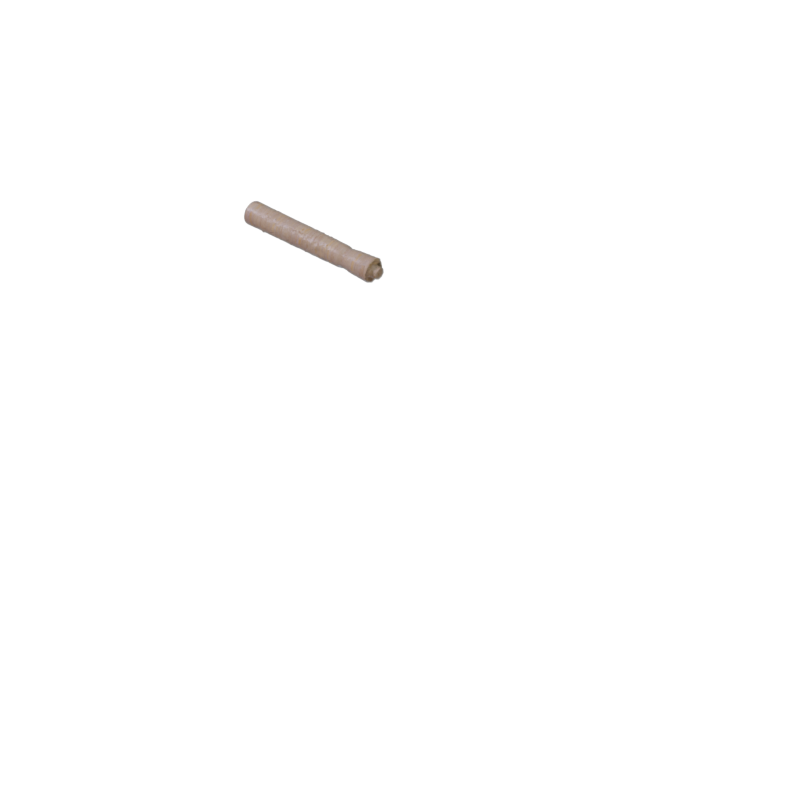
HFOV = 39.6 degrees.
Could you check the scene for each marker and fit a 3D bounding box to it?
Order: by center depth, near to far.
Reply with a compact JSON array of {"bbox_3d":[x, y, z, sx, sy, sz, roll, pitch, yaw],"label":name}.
[{"bbox_3d":[-0.062,-0.113,0.793,0.128,0.019,0.019,29,19,31],"label":"marker"}]
